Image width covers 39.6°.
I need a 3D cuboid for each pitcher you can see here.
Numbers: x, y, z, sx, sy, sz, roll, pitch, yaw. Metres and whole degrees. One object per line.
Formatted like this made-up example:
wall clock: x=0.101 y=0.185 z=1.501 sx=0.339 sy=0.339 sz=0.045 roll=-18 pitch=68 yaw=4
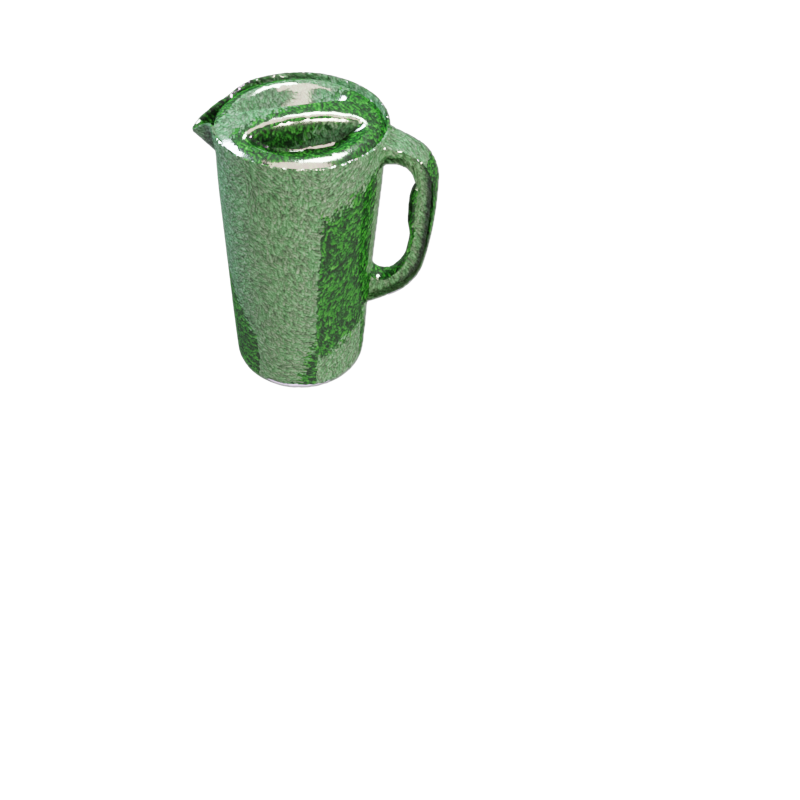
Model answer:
pitcher: x=-0.069 y=-0.126 z=0.884 sx=0.144 sy=0.226 sz=0.161 roll=-23 pitch=49 yaw=-26
